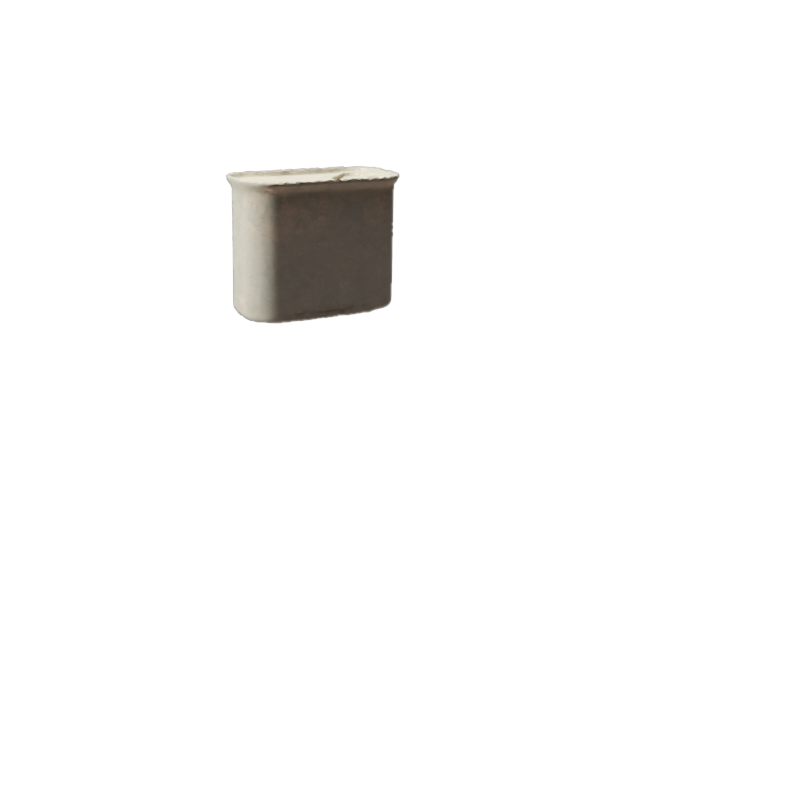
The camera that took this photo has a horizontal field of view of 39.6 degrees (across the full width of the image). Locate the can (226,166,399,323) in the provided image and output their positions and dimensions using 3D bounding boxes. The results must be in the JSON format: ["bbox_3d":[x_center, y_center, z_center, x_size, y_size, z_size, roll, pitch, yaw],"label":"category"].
[{"bbox_3d":[-0.053,-0.096,0.672,0.099,0.081,0.061,-7,15,-26],"label":"can"}]
